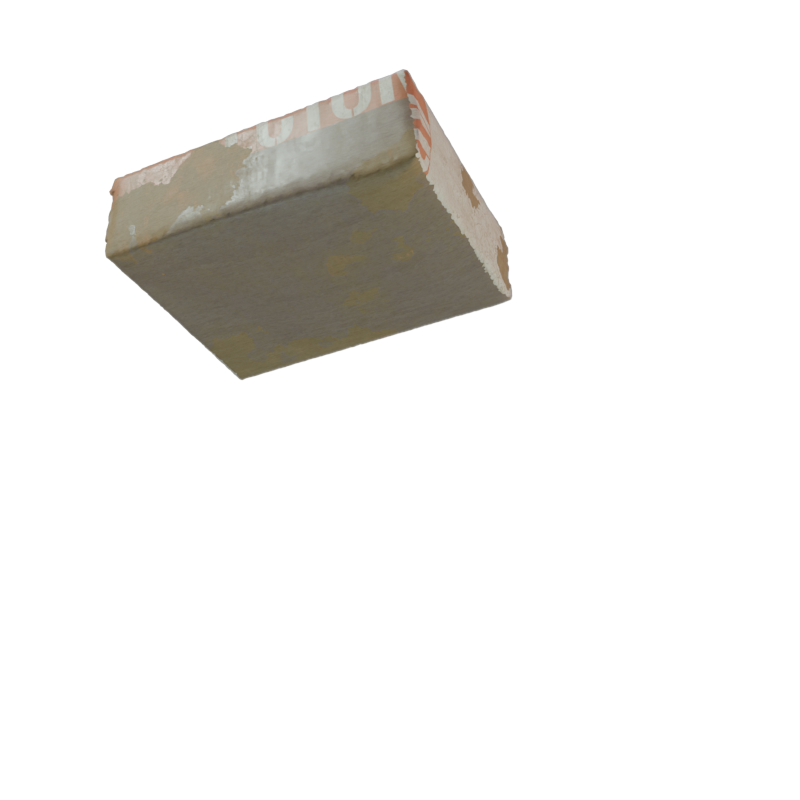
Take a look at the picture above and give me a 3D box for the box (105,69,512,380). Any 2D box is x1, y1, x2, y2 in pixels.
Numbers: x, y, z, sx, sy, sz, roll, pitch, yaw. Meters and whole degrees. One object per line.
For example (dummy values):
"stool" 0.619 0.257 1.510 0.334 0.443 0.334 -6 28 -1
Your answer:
"box" -0.030 -0.054 0.380 0.115 0.042 0.083 -14 -34 21
